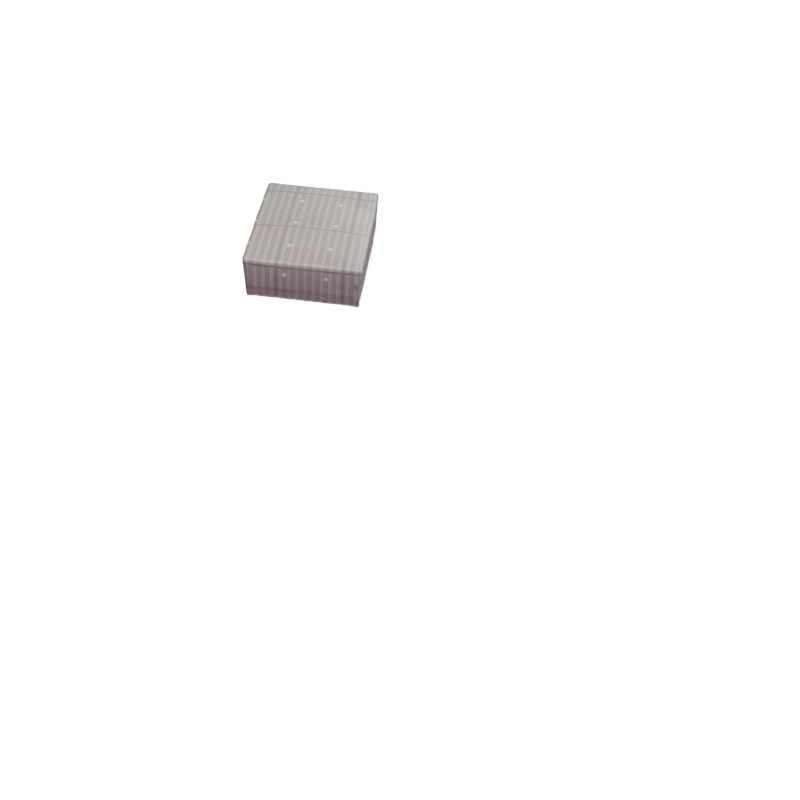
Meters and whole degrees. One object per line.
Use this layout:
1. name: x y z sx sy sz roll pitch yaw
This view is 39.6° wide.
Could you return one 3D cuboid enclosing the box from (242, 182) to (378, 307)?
1. box: -0.067 -0.122 0.855 0.091 0.036 0.121 4 41 5
